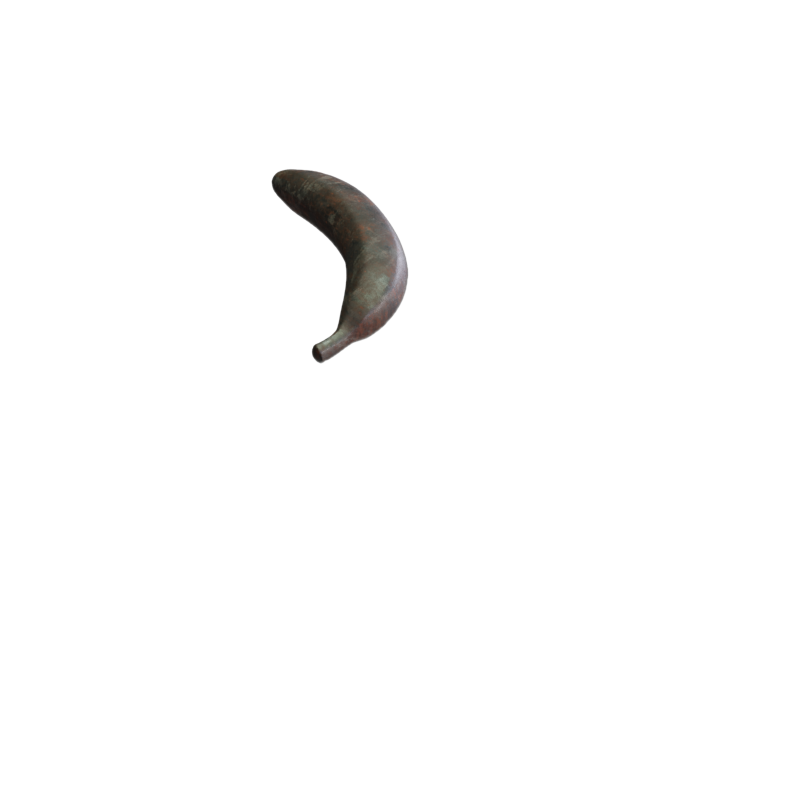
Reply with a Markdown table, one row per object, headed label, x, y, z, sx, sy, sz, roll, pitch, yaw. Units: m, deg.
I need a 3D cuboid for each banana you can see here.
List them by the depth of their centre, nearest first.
| label | x | y | z | sx | sy | sz | roll | pitch | yaw |
| --- | --- | --- | --- | --- | --- | --- | --- | --- | --- |
| banana | -0.036 | -0.099 | 0.700 | 0.069 | 0.034 | 0.213 | -6 | 38 | -9 |
